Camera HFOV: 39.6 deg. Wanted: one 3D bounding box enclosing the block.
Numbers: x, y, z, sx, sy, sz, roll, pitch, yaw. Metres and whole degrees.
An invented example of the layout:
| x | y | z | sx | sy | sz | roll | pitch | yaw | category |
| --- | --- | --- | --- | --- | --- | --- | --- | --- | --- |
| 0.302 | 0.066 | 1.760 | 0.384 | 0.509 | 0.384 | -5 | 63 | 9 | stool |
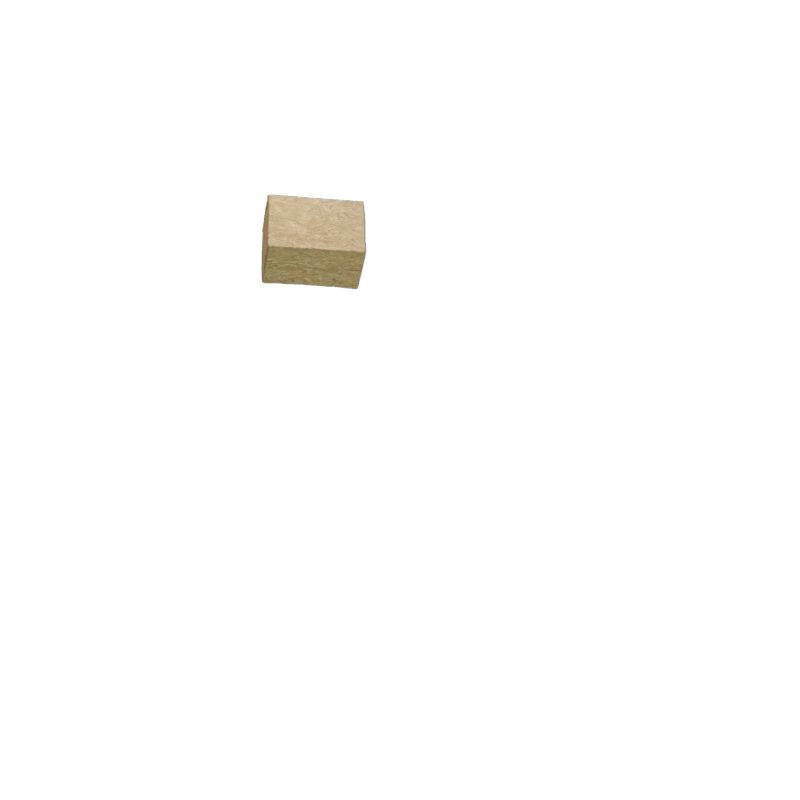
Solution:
| x | y | z | sx | sy | sz | roll | pitch | yaw | category |
| --- | --- | --- | --- | --- | --- | --- | --- | --- | --- |
| -0.068 | -0.124 | 0.868 | 0.077 | 0.055 | 0.050 | 4 | -33 | -8 | block |
